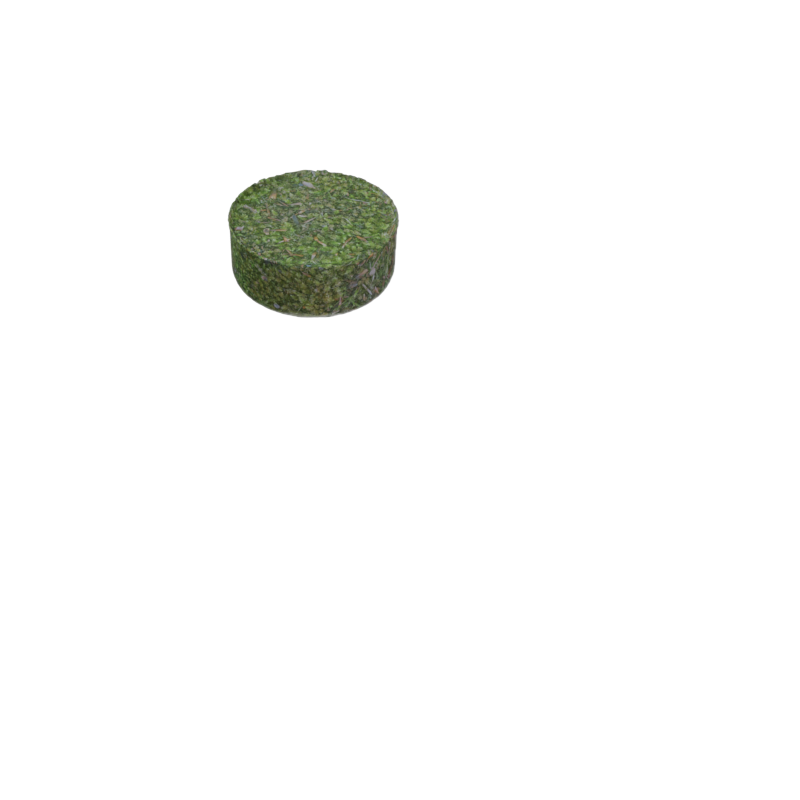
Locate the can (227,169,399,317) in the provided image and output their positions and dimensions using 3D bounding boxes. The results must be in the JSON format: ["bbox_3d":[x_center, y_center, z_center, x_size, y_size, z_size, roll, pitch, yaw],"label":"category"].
[{"bbox_3d":[-0.044,-0.081,0.565,0.086,0.031,0.092,-1,41,-2],"label":"can"}]
